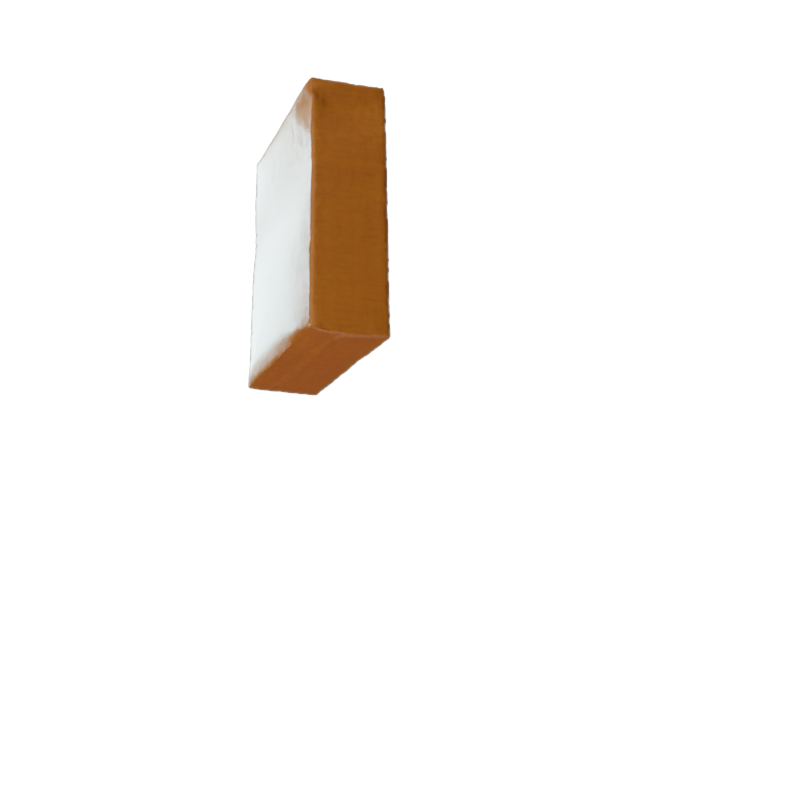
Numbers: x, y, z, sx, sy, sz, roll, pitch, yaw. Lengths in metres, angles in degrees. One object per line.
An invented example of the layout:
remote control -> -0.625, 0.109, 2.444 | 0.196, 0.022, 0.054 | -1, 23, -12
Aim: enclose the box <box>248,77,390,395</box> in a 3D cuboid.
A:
box -> -0.071, -0.129, 0.904 | 0.070, 0.225, 0.161 | 7, -22, -21
